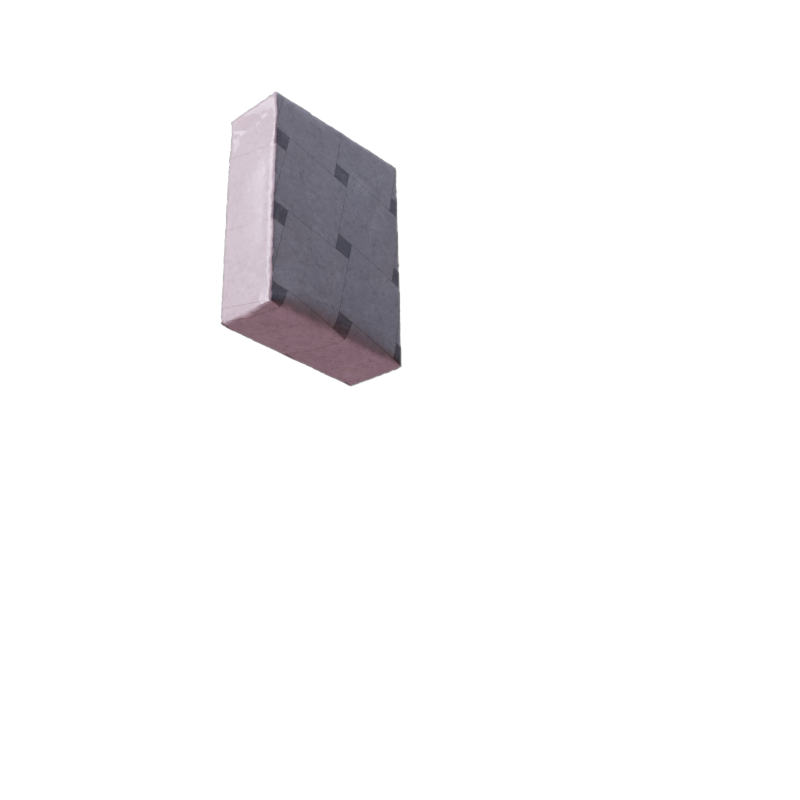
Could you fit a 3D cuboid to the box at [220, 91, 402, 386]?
[{"bbox_3d":[-0.077,-0.140,0.983,0.072,0.228,0.154,-26,-37,36],"label":"box"}]
